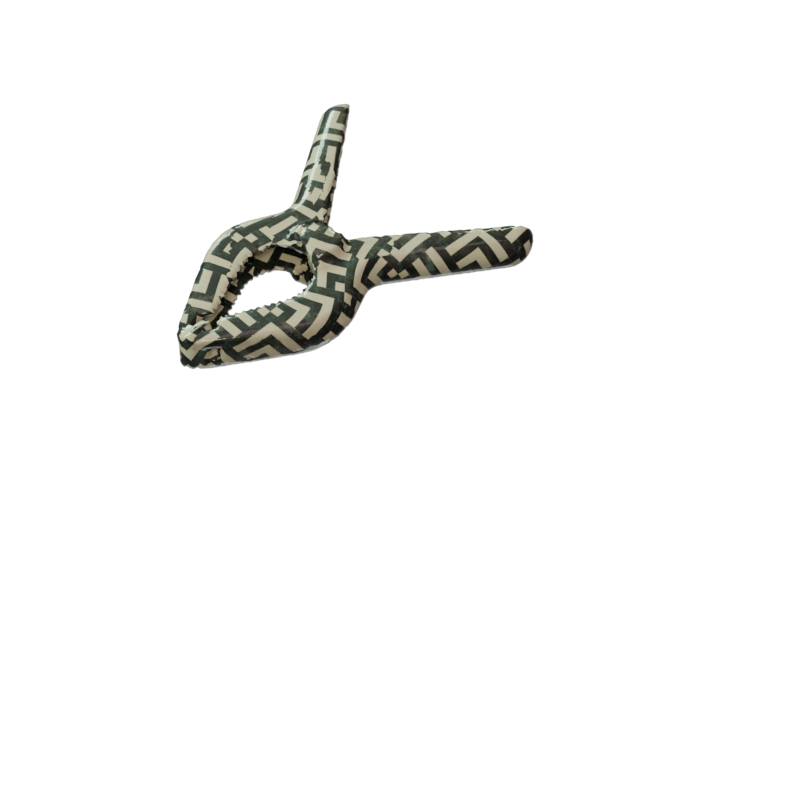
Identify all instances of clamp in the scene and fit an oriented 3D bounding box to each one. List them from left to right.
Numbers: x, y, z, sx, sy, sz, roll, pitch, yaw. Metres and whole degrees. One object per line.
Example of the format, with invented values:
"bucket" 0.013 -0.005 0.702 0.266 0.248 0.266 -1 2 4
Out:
"clamp" -0.051 -0.093 0.649 0.210 0.034 0.176 -32 58 -23
